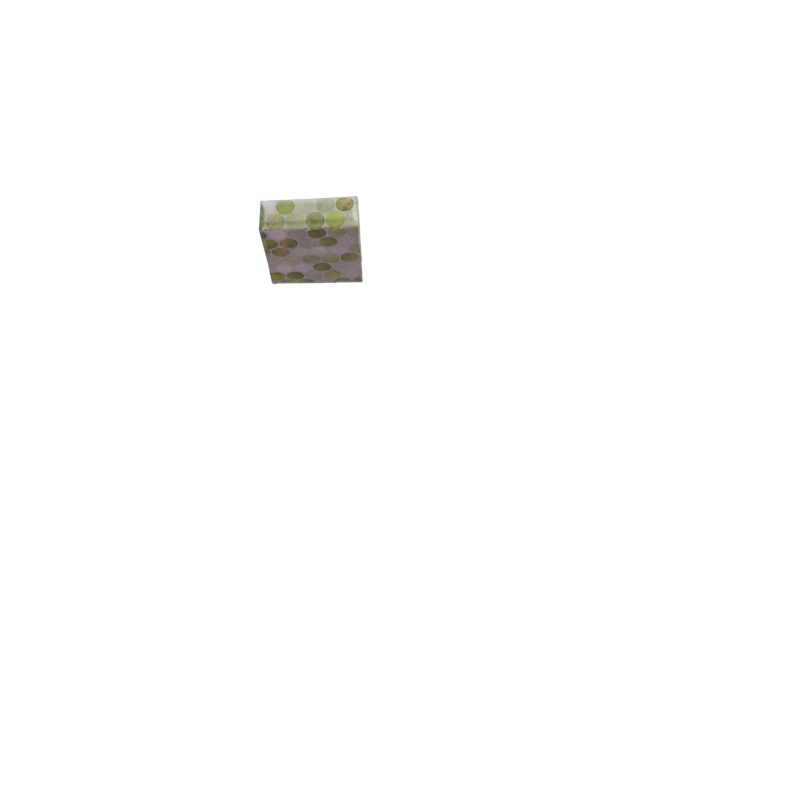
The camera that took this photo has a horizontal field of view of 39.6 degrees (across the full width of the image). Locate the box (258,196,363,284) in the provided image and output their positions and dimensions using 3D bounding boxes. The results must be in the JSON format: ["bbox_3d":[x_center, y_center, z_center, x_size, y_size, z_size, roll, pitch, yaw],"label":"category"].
[{"bbox_3d":[-0.066,-0.121,0.848,0.073,0.032,0.084,-1,-24,2],"label":"box"}]
